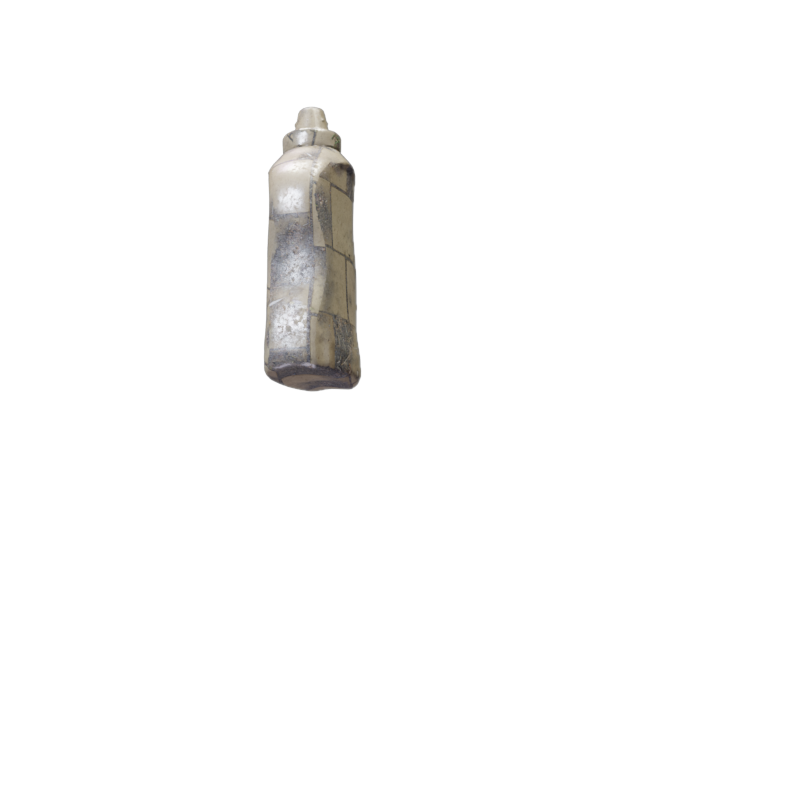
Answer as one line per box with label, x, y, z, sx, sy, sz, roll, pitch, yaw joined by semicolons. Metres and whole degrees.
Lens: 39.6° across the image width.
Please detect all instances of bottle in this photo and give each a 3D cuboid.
bottle;-0.059;-0.107;0.750;0.059;0.199;0.091;-6;-16;17
